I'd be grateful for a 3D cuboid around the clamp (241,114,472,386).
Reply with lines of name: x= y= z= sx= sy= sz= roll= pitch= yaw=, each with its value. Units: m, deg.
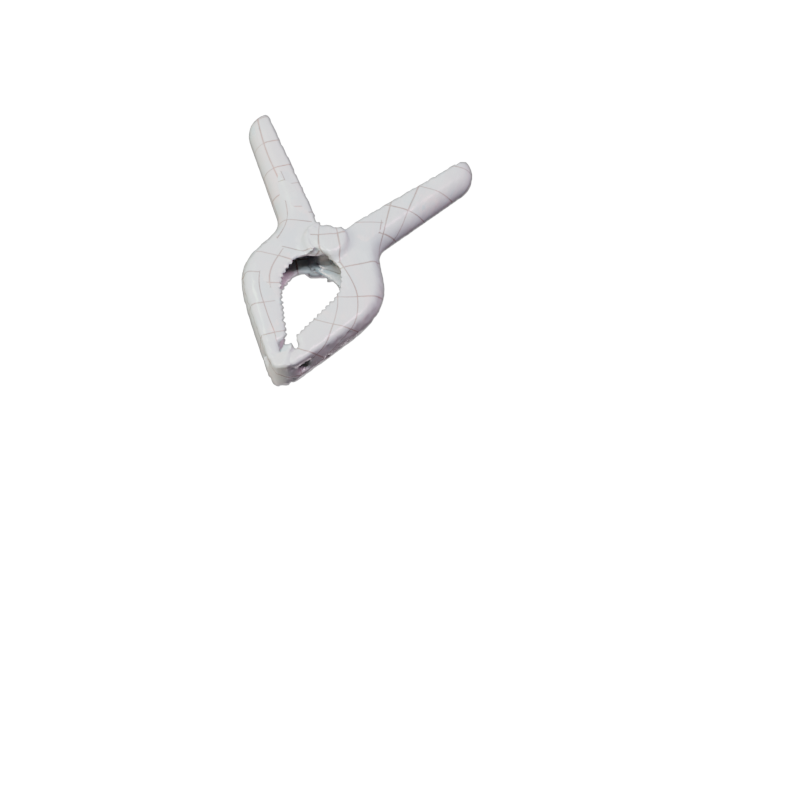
clamp: x=-0.059 y=-0.108 z=0.756 sx=0.169 sy=0.219 sz=0.034 roll=18 pitch=-32 yaw=12
